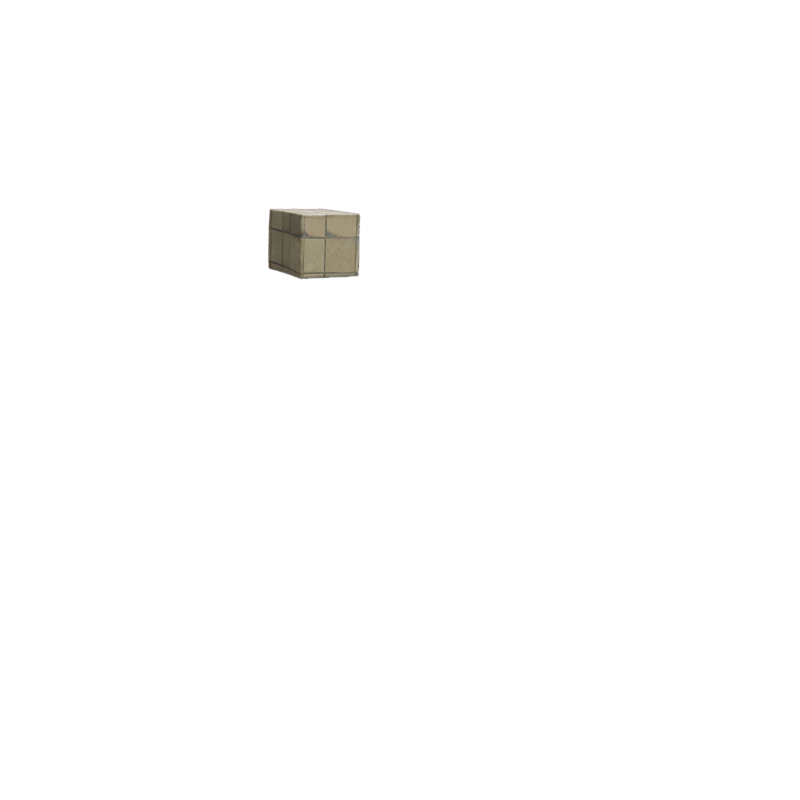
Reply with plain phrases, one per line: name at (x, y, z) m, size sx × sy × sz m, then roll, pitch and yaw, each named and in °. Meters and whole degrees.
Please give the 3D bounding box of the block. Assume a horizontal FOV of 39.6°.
block at (-0.071, -0.129, 0.901) m, size 0.051 × 0.050 × 0.081 m, roll -4°, pitch 11°, yaw -24°
